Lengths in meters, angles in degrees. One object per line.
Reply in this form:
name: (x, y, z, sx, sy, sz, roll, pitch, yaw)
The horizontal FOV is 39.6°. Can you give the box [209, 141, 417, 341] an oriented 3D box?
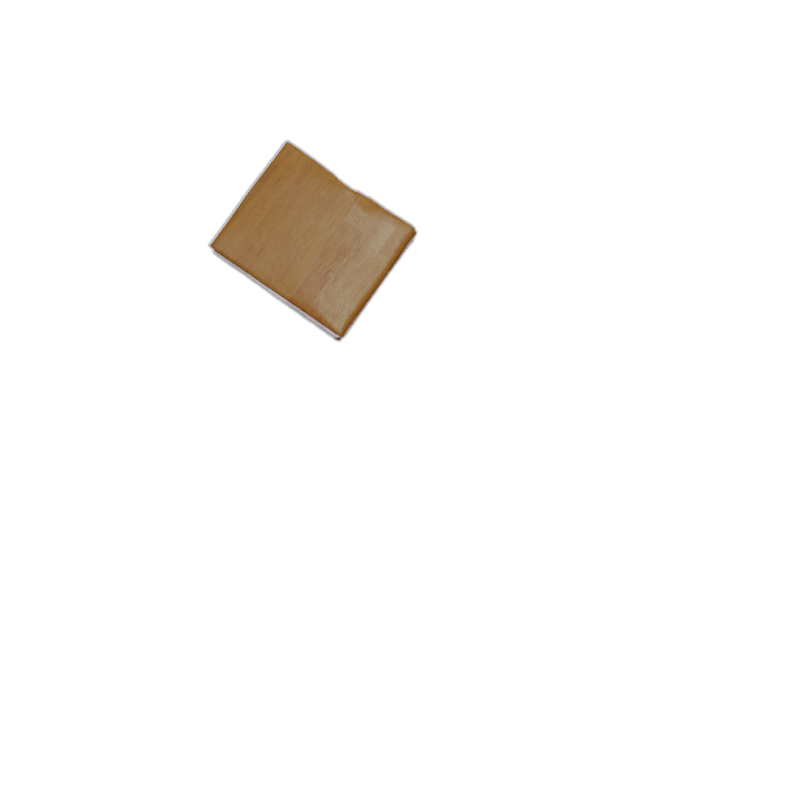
box: (-0.048, -0.087, 0.610, 0.090, 0.074, 0.029, 35, -7, 5)
